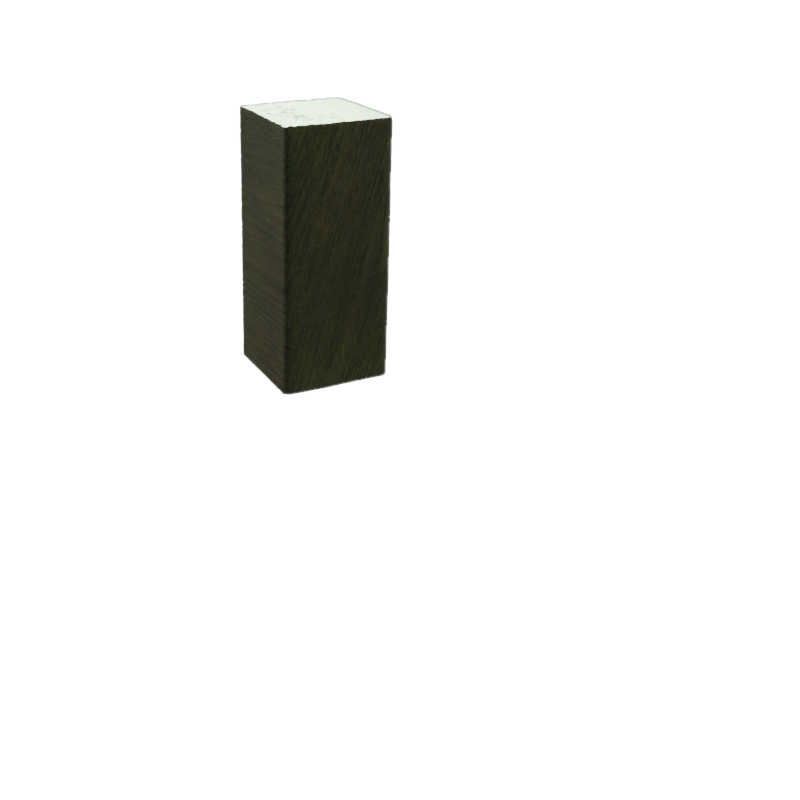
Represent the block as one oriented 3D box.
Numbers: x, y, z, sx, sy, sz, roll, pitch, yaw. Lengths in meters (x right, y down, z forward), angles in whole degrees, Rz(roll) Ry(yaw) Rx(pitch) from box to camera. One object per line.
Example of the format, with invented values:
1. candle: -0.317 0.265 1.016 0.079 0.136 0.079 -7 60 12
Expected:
1. block: -0.066 -0.122 0.858 0.088 0.198 0.097 -9 21 -26
